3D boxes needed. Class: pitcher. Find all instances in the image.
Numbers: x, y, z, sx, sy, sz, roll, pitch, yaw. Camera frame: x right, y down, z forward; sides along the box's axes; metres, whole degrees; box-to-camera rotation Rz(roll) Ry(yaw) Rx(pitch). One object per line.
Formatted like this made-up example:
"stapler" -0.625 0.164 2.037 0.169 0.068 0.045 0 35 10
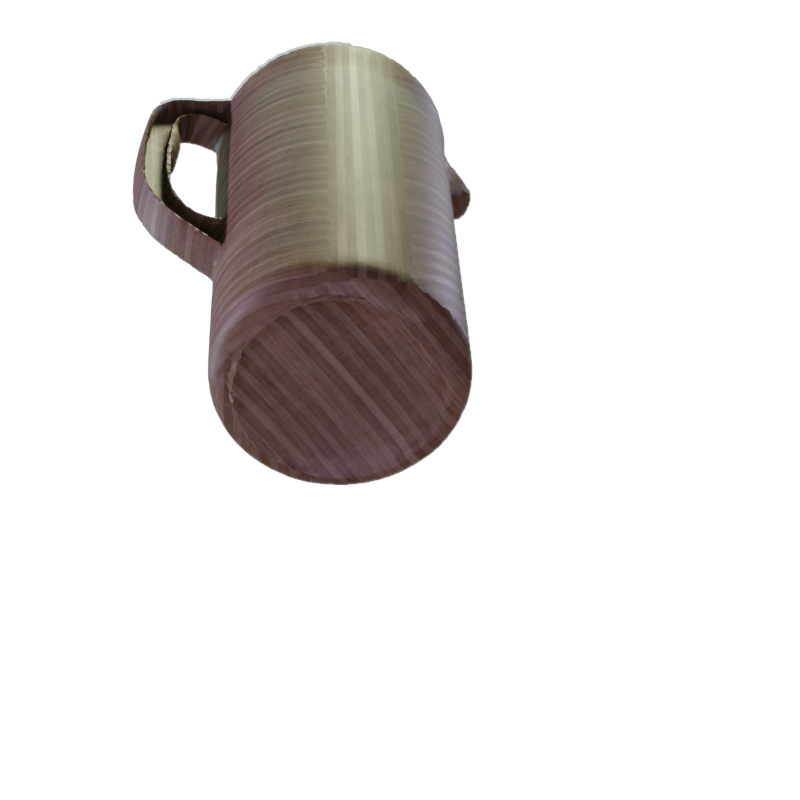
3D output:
"pitcher" -0.043 -0.078 0.546 0.150 0.135 0.259 -22 32 11
